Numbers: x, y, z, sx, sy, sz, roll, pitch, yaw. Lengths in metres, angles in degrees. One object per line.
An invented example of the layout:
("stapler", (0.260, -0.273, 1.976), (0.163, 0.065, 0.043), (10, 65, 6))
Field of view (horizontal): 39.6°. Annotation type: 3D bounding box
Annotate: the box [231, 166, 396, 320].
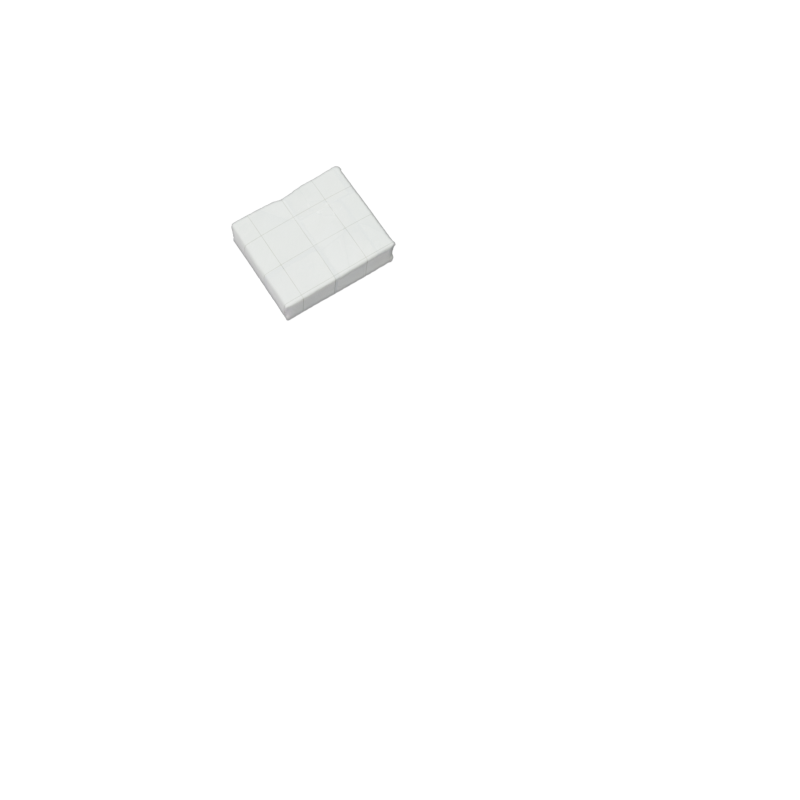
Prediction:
("box", (-0.059, -0.108, 0.758), (0.089, 0.077, 0.029), (-31, -20, -13))
